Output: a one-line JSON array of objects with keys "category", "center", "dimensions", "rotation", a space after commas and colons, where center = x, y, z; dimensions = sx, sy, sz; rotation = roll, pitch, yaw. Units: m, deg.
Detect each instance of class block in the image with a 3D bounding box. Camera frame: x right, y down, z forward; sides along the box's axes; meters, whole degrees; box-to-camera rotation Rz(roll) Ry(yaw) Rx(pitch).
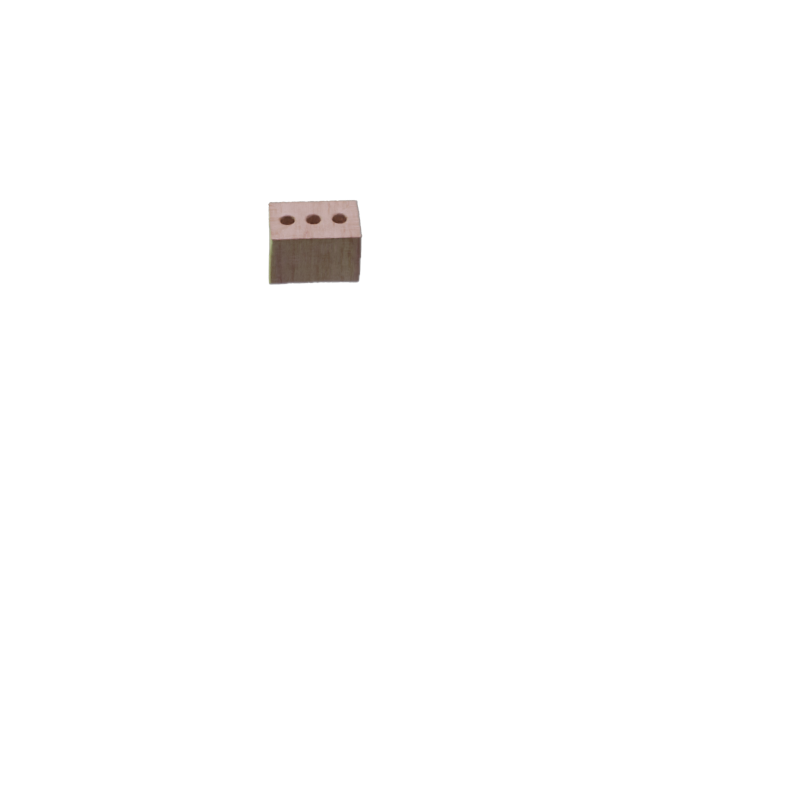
[{"category": "block", "center": [-0.073, -0.134, 0.939], "dimensions": [0.078, 0.048, 0.057], "rotation": [-3, 44, -4]}]
